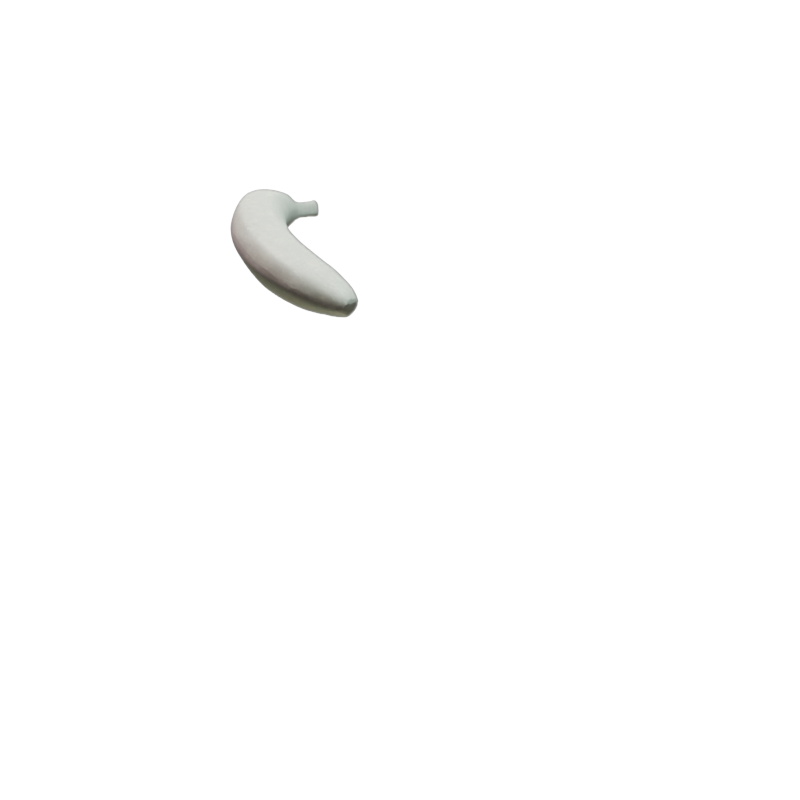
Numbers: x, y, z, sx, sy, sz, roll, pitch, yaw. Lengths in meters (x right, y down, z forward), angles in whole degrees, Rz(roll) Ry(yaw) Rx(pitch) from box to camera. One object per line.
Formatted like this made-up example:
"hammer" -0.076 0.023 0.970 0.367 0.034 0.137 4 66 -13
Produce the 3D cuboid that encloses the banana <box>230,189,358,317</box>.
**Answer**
"banana" -0.076 -0.105 0.733 0.069 0.035 0.211 -4 28 -9
